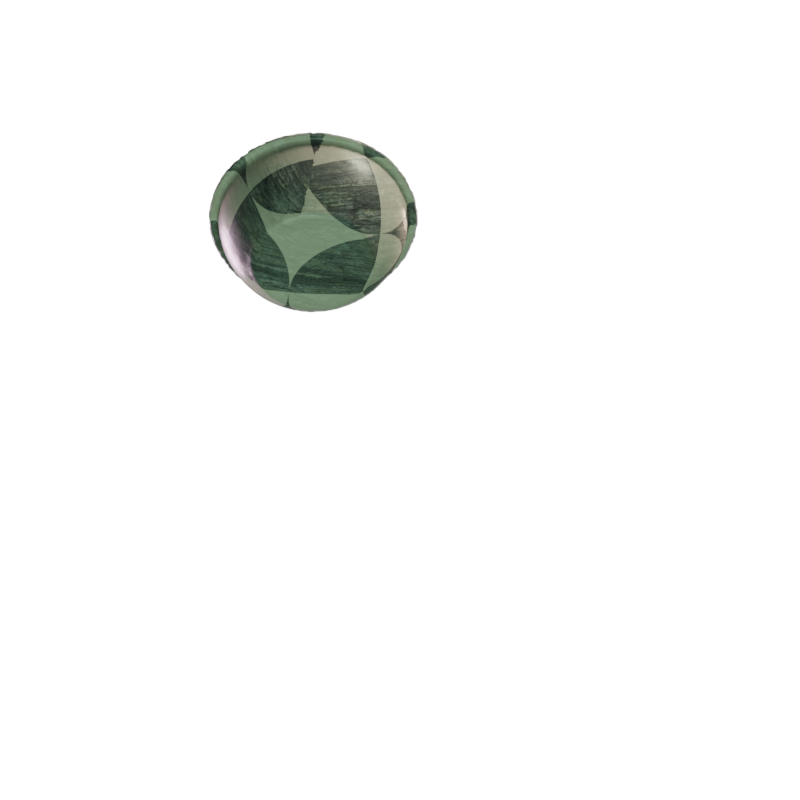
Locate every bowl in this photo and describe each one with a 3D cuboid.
[{"bbox_3d":[-0.066,-0.120,0.840,0.162,0.151,0.059,1,41,-1],"label":"bowl"}]
